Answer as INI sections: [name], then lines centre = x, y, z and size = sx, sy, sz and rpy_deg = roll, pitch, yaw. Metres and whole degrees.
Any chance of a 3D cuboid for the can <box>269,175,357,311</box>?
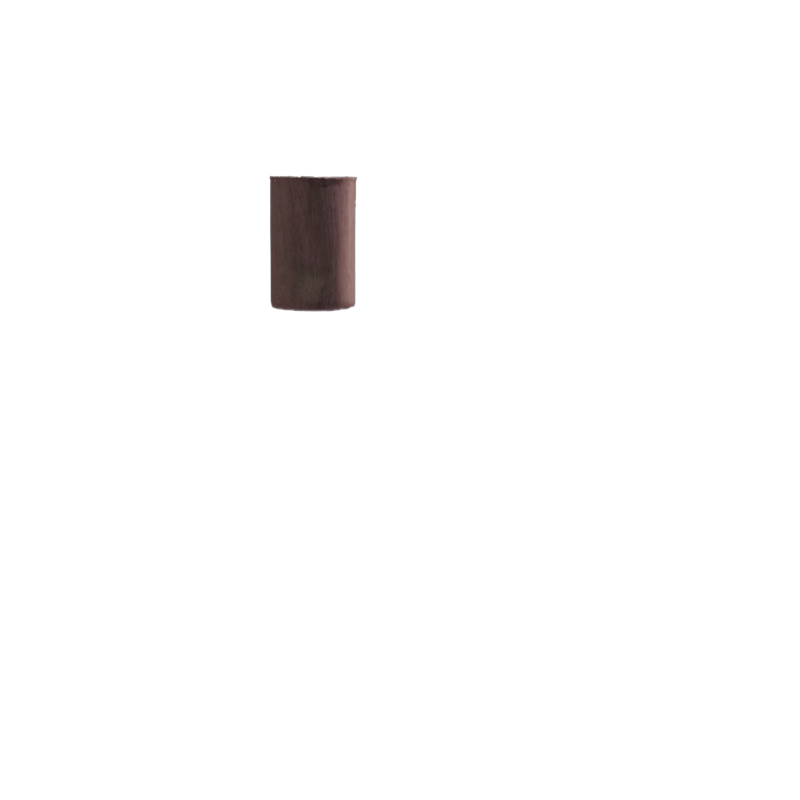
[can]
centre = -0.067, -0.123, 0.861
size = 0.068, 0.101, 0.069
rpy_deg = 0, 6, -2
